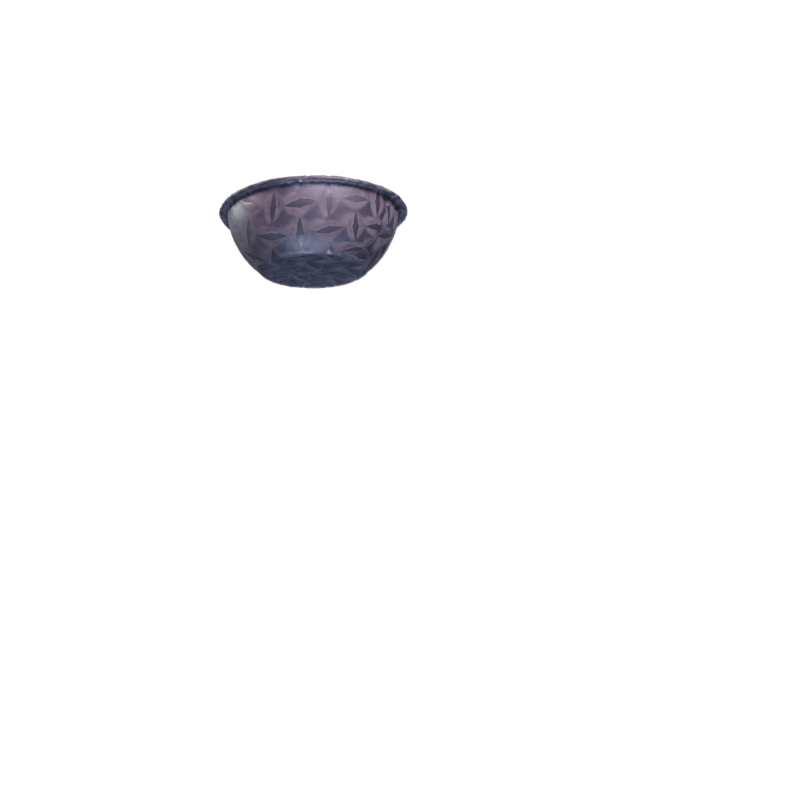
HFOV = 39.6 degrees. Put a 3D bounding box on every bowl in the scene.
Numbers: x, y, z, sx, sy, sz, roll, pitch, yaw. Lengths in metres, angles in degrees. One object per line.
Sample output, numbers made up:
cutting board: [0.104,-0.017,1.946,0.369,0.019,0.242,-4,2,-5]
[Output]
bowl: [-0.074,-0.135,0.944,0.162,0.057,0.156,0,-14,-2]
